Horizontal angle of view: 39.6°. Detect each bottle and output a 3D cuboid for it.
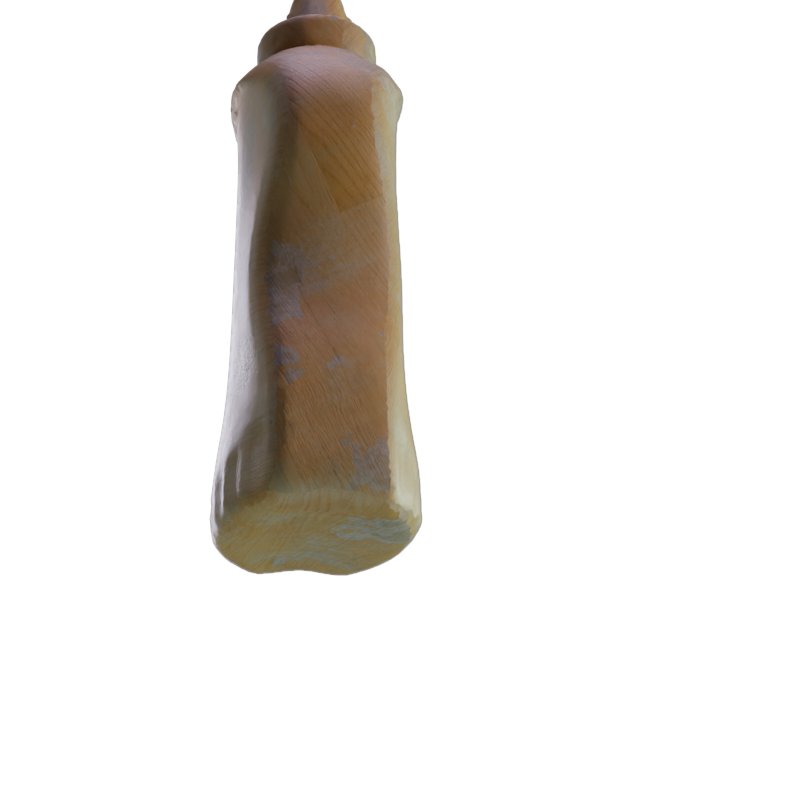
[{"bbox_3d":[-0.027,-0.050,0.349,0.058,0.203,0.091,1,-26,-7],"label":"bottle"}]
